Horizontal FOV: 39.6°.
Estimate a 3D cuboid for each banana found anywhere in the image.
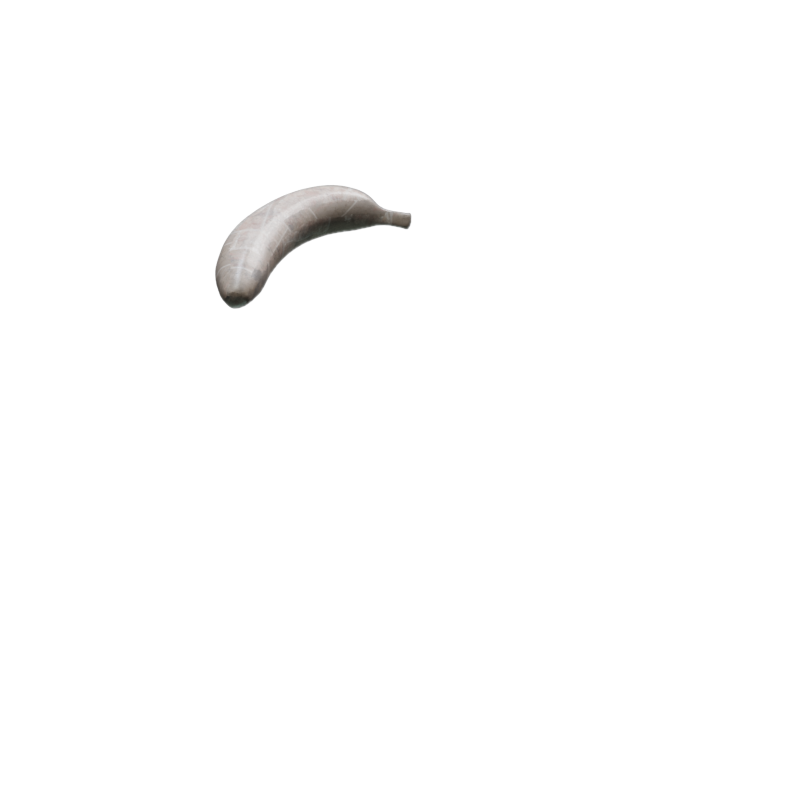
[{"bbox_3d":[-0.071,-0.114,0.757,0.073,0.035,0.198,18,33,30],"label":"banana"}]
